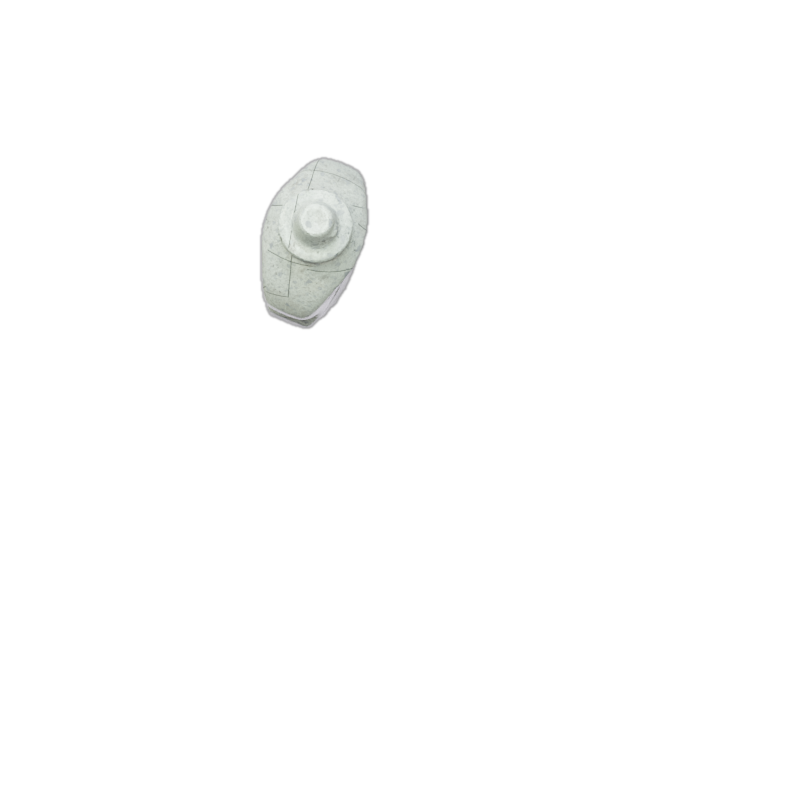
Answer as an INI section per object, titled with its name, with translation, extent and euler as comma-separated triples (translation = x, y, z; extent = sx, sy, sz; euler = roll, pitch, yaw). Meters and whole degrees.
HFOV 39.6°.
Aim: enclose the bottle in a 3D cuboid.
[bottle]
translation = -0.052, -0.096, 0.675
extent = 0.058, 0.097, 0.190
euler = 23, -2, -4
